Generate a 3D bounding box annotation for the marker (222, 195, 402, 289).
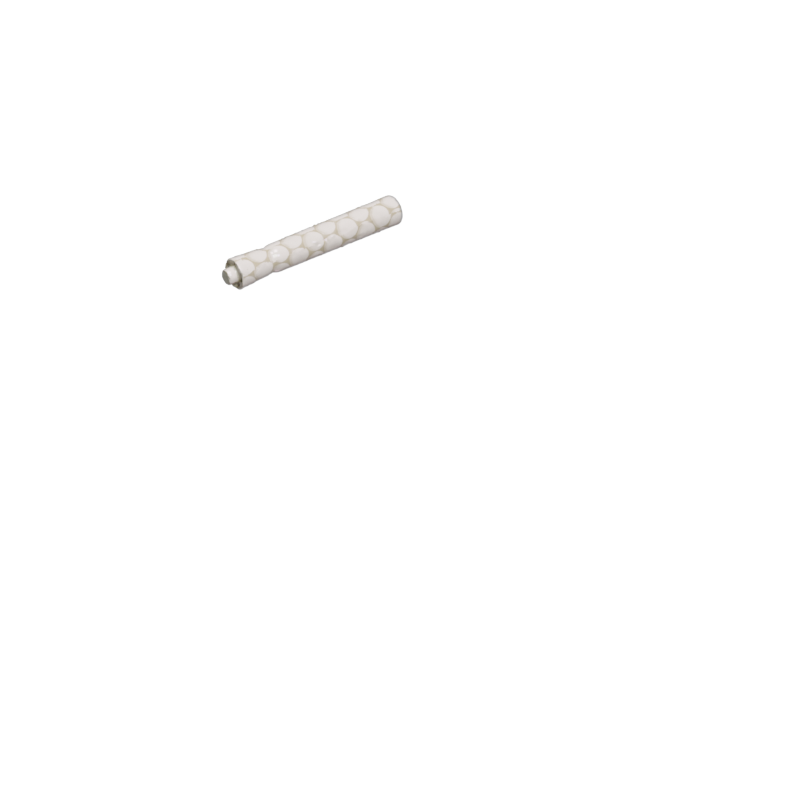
[{"bbox_3d":[-0.051,-0.092,0.646,0.120,0.019,0.021,-27,18,-29],"label":"marker"}]
